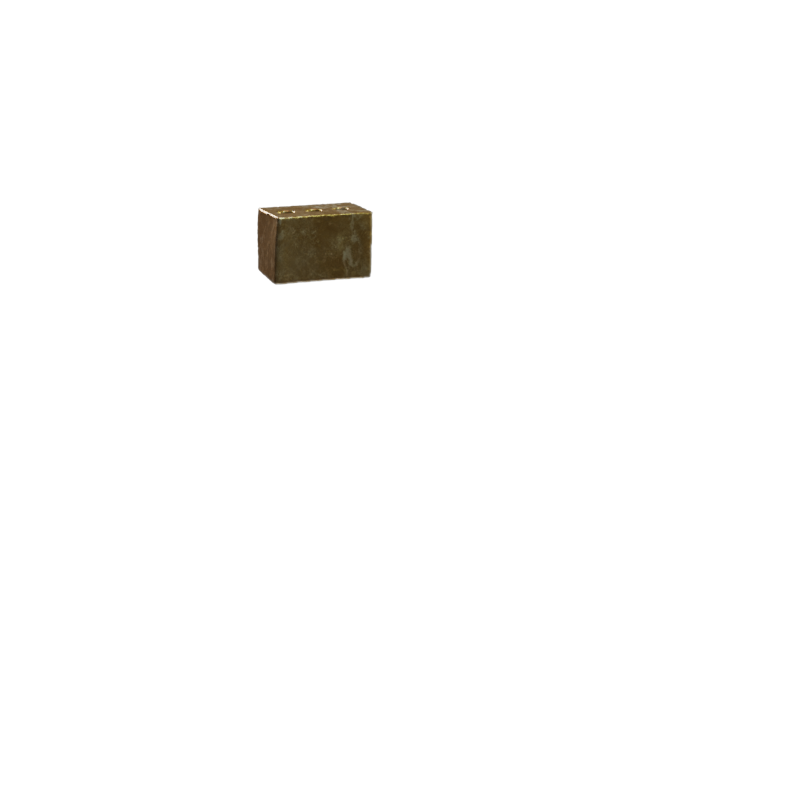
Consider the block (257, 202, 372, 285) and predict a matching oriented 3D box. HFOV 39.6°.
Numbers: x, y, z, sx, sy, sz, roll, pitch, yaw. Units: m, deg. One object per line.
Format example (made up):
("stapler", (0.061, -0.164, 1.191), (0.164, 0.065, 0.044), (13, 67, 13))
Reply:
("block", (-0.067, -0.121, 0.850), (0.076, 0.050, 0.056), (-6, 18, -20))
